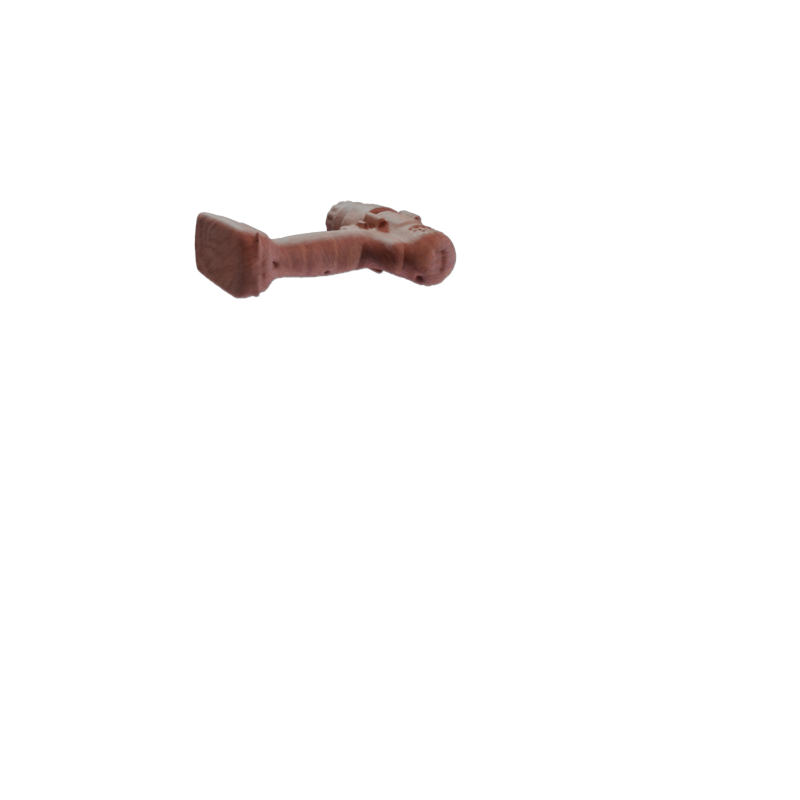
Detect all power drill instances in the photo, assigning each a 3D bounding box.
[{"bbox_3d":[-0.073,-0.133,0.929,0.183,0.055,0.195,-9,21,-26],"label":"power drill"}]
